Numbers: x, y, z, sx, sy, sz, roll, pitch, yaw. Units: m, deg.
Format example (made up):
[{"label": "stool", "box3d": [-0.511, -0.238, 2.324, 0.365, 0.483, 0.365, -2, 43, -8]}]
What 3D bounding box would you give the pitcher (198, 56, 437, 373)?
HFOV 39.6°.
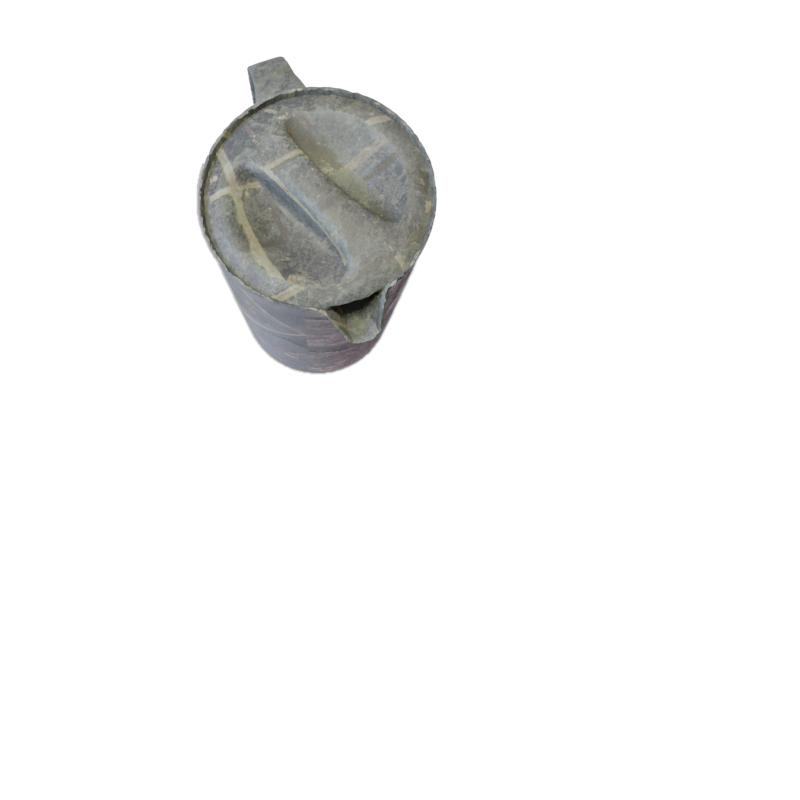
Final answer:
[{"label": "pitcher", "box3d": [-0.057, -0.104, 0.726, 0.147, 0.153, 0.235, 24, -13, 2]}]
